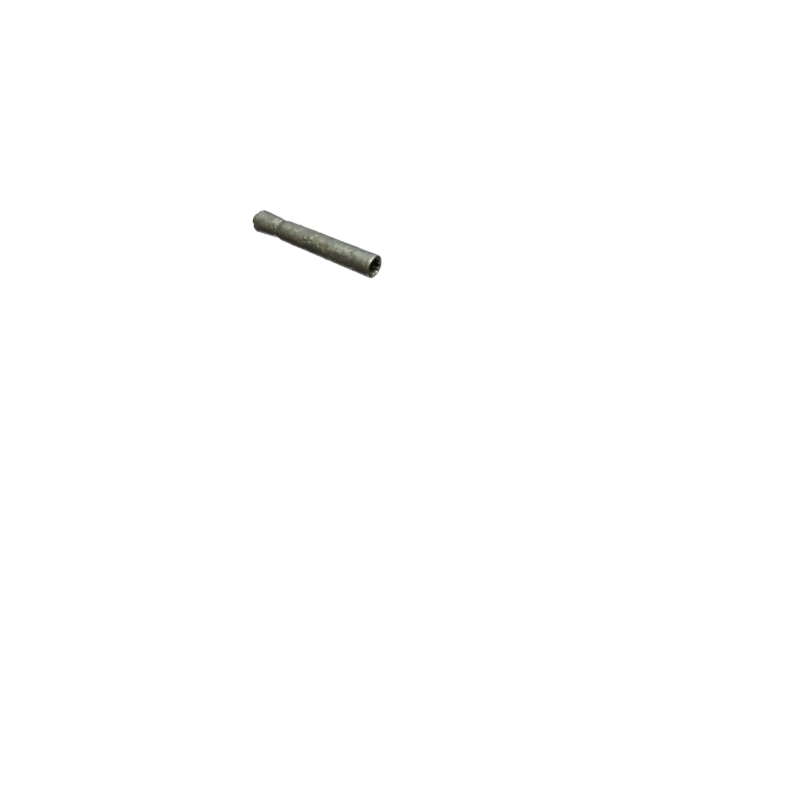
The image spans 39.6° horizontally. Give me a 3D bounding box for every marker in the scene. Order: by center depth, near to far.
[{"bbox_3d":[-0.068,-0.125,0.873,0.128,0.019,0.019,26,17,31],"label":"marker"}]
